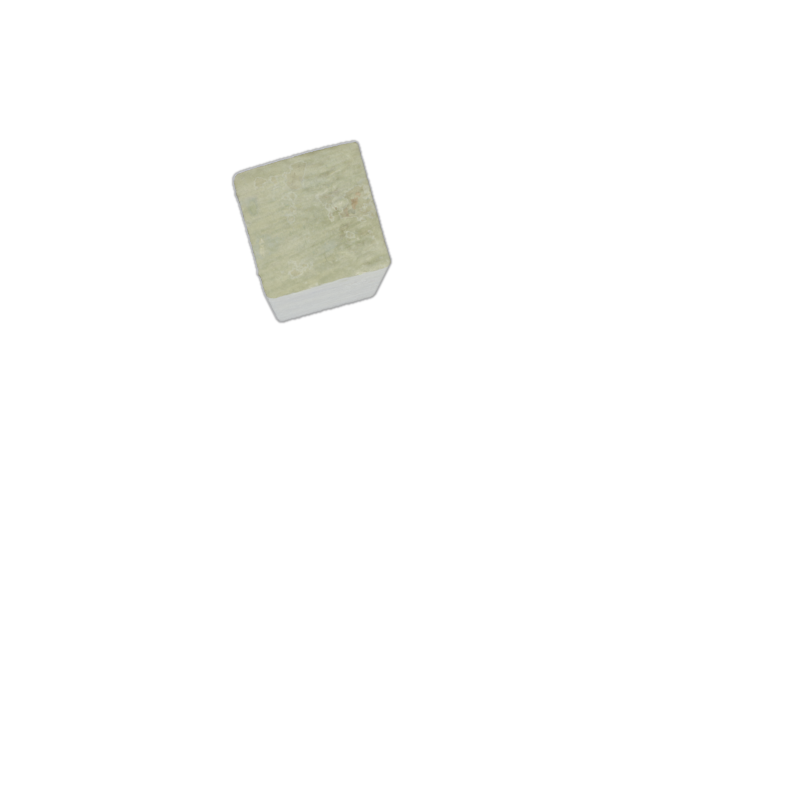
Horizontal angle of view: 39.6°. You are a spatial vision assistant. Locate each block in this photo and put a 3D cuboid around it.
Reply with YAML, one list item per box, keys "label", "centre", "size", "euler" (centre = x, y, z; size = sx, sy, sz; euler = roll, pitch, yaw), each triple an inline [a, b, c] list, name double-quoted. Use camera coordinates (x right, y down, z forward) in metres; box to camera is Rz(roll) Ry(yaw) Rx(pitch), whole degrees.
- label: "block"
  centre: [-0.066, -0.120, 0.838]
  size: [0.090, 0.092, 0.204]
  euler: [-16, 0, -4]
